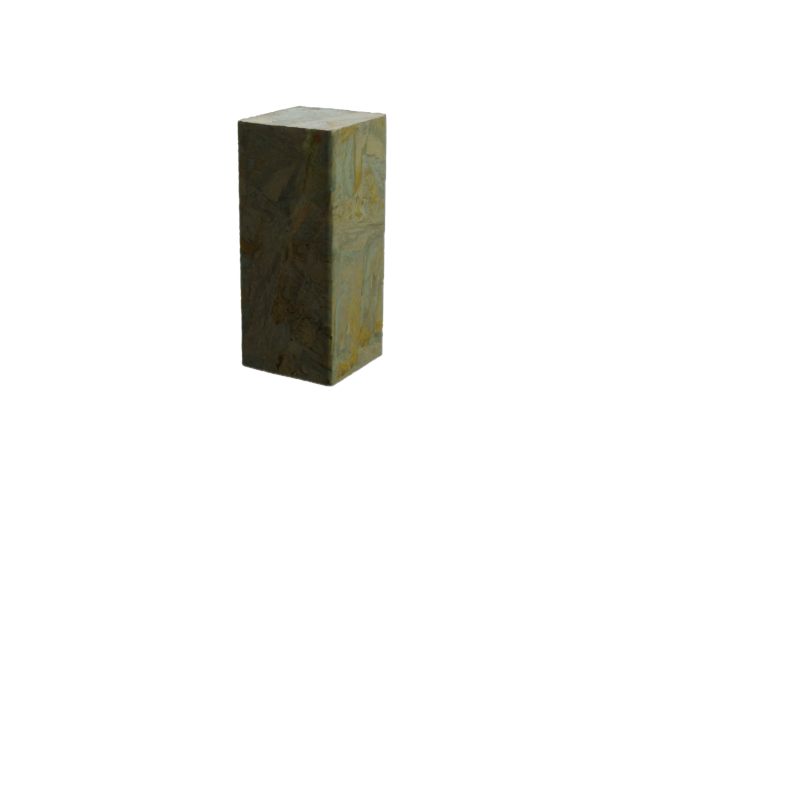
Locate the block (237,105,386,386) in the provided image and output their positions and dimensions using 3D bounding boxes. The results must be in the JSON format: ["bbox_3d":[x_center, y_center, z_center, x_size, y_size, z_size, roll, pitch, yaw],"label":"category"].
[{"bbox_3d":[-0.070,-0.129,0.904,0.094,0.198,0.090,11,20,28],"label":"block"}]
